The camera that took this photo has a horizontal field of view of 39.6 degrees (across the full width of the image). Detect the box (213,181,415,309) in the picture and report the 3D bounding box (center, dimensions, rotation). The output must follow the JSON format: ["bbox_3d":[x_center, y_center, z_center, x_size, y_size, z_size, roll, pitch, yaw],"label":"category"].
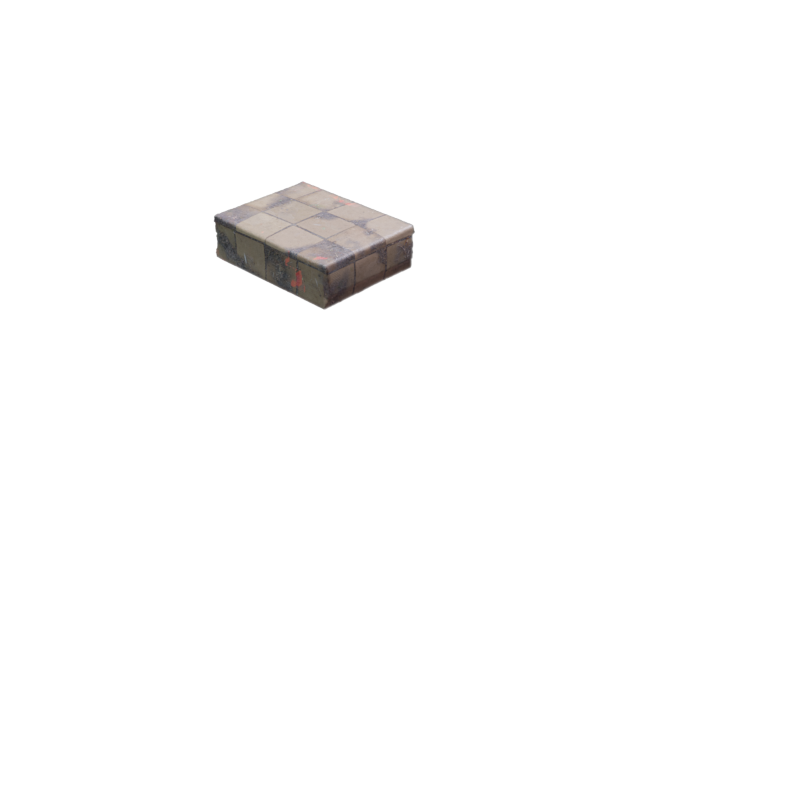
[{"bbox_3d":[-0.061,-0.111,0.777,0.121,0.037,0.089,25,38,36],"label":"box"}]
